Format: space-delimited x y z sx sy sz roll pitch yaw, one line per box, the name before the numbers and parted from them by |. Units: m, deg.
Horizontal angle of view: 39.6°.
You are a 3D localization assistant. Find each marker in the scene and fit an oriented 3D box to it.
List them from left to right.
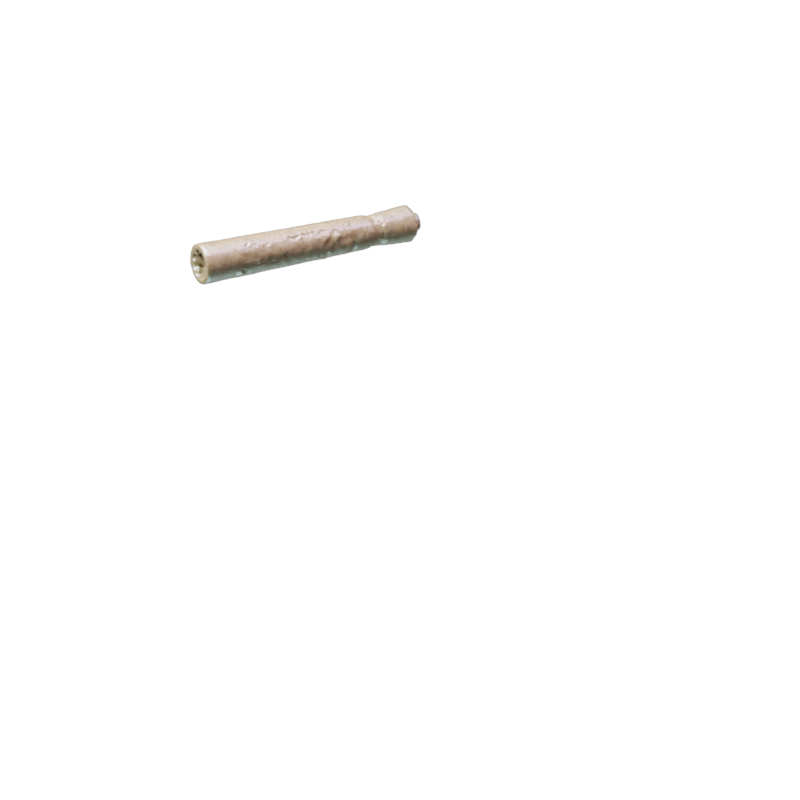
marker | -0.041 -0.075 0.528 0.119 0.019 0.020 -16 12 -30
